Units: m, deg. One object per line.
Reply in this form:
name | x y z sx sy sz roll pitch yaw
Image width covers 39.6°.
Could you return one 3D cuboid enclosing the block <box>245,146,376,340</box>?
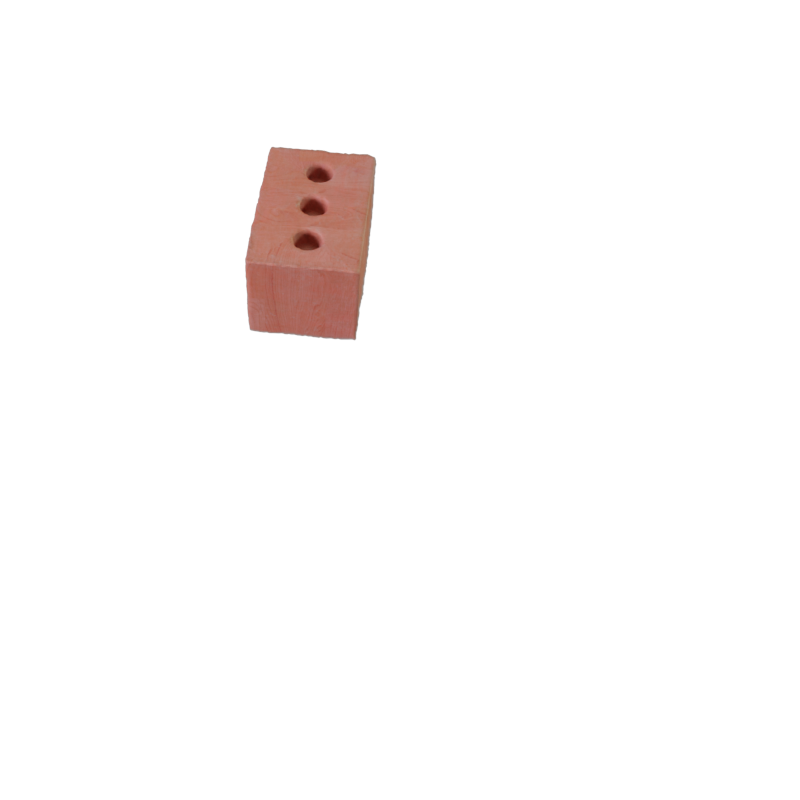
block | -0.041 -0.075 0.525 0.053 0.083 0.048 4 -39 2
